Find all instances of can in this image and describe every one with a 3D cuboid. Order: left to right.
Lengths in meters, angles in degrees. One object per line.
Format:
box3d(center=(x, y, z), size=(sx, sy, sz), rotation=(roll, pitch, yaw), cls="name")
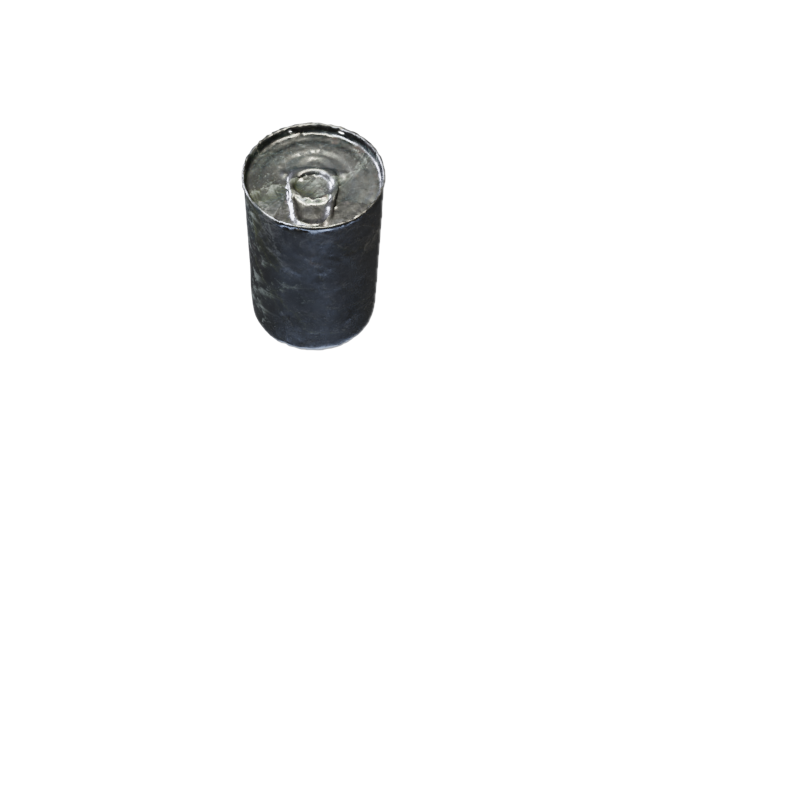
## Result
box3d(center=(-0.044, -0.080, 0.560), size=(0.068, 0.073, 0.095), rotation=(0, -36, -3), cls="can")
